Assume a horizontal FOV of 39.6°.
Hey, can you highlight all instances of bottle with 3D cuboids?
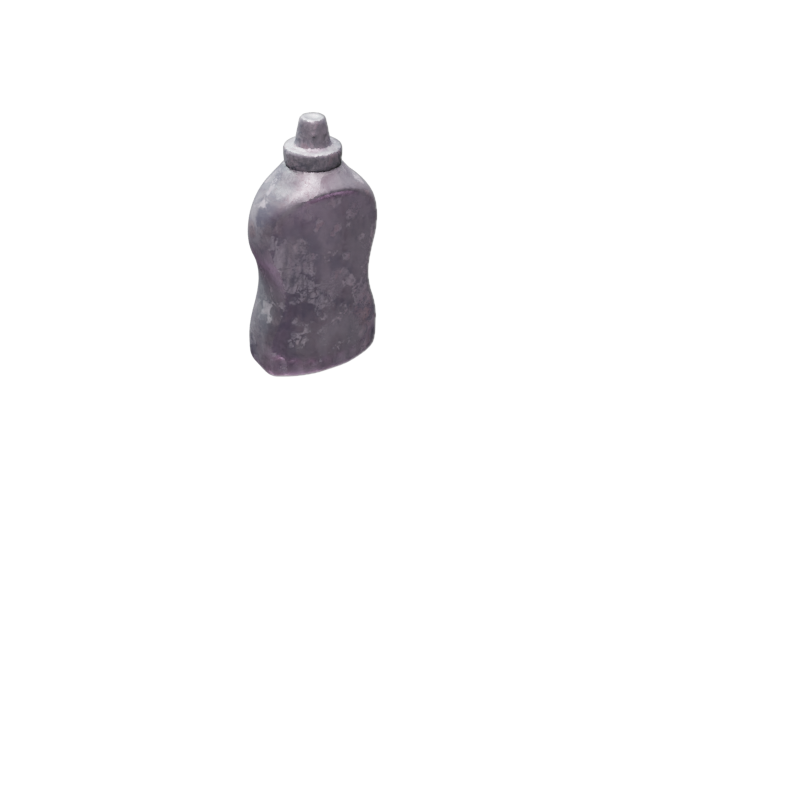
[{"bbox_3d":[-0.063,-0.114,0.796,0.094,0.180,0.063,-15,35,-27],"label":"bottle"}]
